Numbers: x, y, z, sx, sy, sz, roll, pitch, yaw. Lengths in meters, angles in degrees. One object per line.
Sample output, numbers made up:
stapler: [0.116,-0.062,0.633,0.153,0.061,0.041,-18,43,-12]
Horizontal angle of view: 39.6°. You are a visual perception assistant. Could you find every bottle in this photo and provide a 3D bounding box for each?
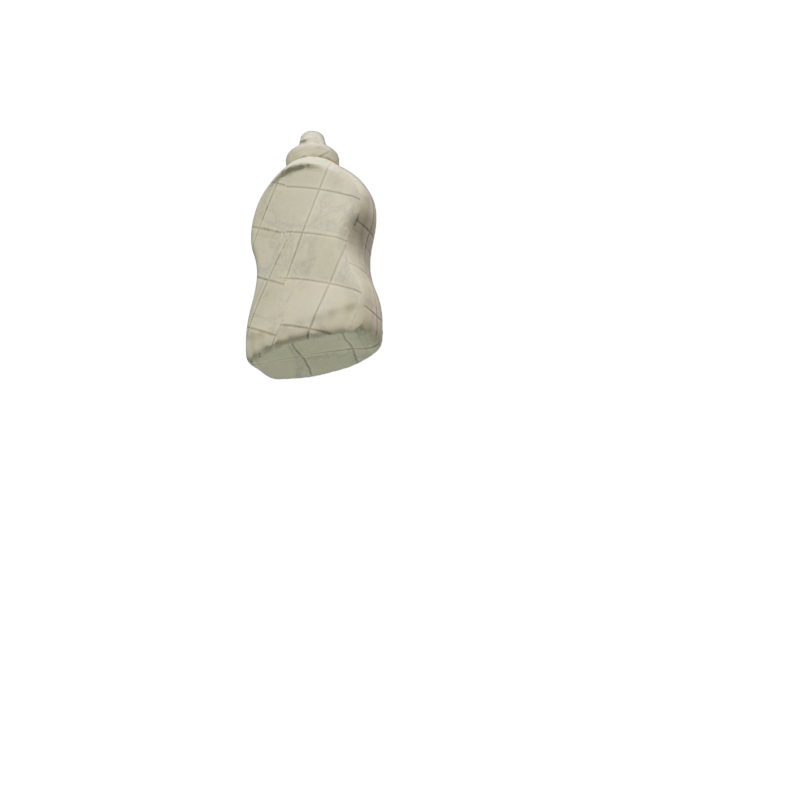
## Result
bottle: [-0.063,-0.116,0.808,0.097,0.204,0.054,-18,-34,25]
